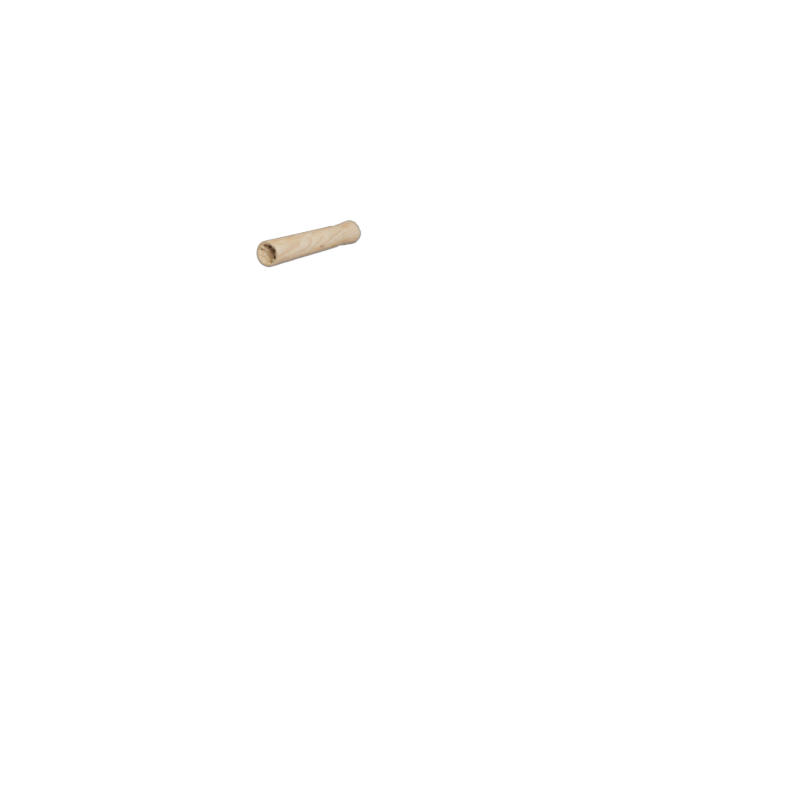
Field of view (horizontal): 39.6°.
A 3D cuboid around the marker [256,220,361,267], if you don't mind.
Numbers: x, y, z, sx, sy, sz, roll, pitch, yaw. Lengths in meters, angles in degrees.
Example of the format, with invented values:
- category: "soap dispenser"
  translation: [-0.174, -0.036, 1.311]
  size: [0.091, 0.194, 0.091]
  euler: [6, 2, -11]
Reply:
- category: "marker"
  translation: [-0.064, -0.116, 0.813]
  size: [0.020, 0.019, 0.120]
  euler: [2, 16, 29]
